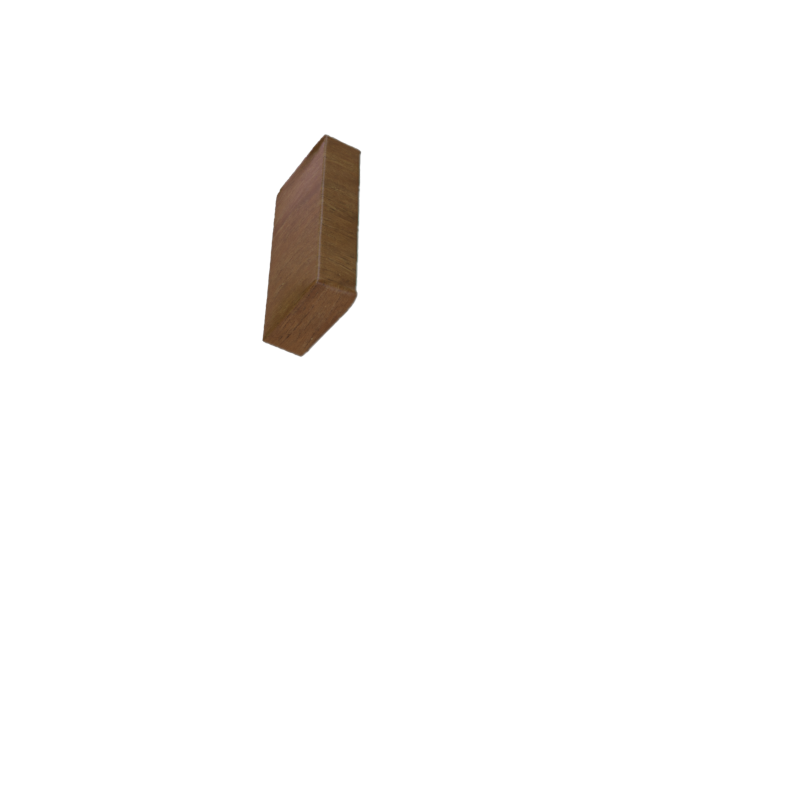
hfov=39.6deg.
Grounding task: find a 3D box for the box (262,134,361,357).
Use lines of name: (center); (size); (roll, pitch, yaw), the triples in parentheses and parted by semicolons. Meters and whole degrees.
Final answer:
box: (-0.075, -0.136, 0.950); (0.046, 0.189, 0.091); (21, -45, -27)
